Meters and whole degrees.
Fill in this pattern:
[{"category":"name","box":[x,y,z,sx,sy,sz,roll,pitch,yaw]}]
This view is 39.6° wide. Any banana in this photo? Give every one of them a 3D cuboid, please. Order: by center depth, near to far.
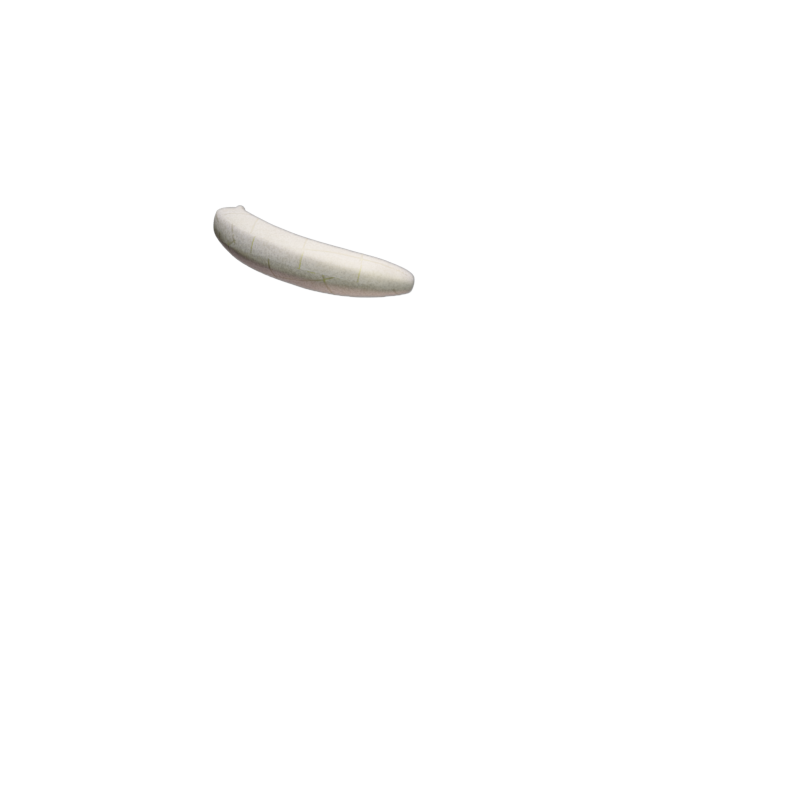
[{"category":"banana","box":[-0.083,-0.117,0.857,0.211,0.034,0.069,28,42,35]}]
